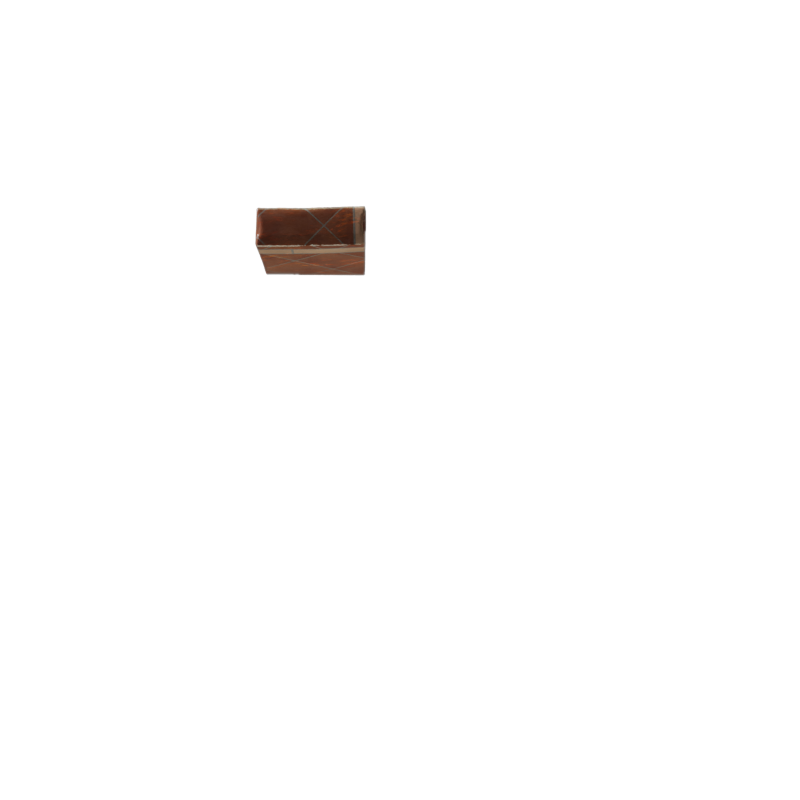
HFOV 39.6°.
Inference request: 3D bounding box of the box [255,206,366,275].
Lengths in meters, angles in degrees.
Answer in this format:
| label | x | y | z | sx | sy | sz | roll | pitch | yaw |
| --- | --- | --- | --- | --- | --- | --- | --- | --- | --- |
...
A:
| label | x | y | z | sx | sy | sz | roll | pitch | yaw |
| --- | --- | --- | --- | --- | --- | --- | --- | --- | --- |
| box | -0.060 | -0.110 | 0.772 | 0.073 | 0.031 | 0.087 | 0 | -8 | 0 |
